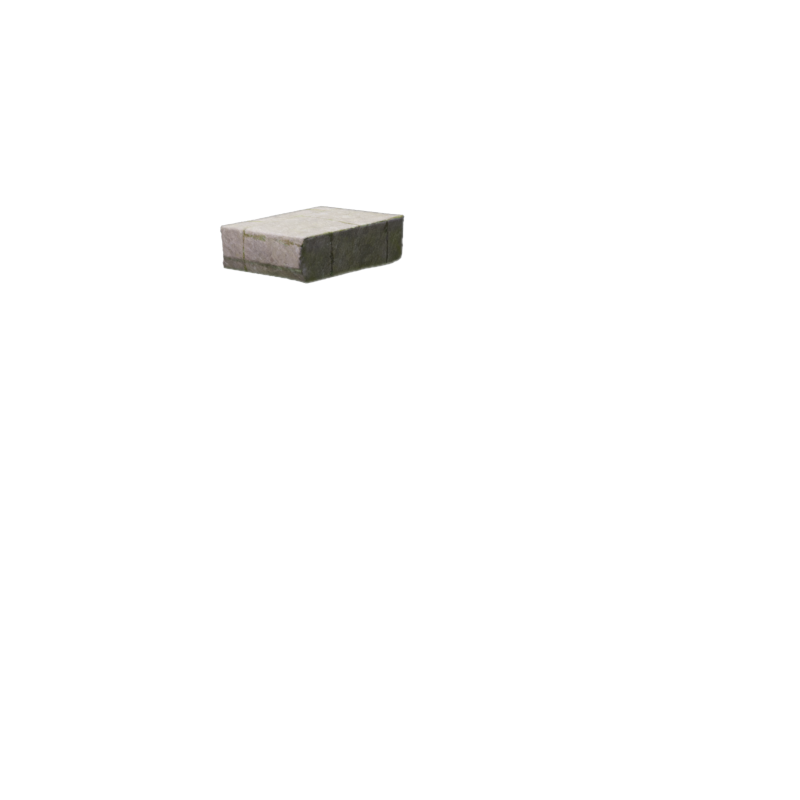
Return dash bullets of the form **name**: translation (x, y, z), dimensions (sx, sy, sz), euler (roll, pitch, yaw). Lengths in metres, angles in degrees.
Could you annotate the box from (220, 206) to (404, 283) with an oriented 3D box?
- **box**: translation (-0.066, -0.120, 0.840), dimensions (0.095, 0.038, 0.111), euler (14, 22, 39)
